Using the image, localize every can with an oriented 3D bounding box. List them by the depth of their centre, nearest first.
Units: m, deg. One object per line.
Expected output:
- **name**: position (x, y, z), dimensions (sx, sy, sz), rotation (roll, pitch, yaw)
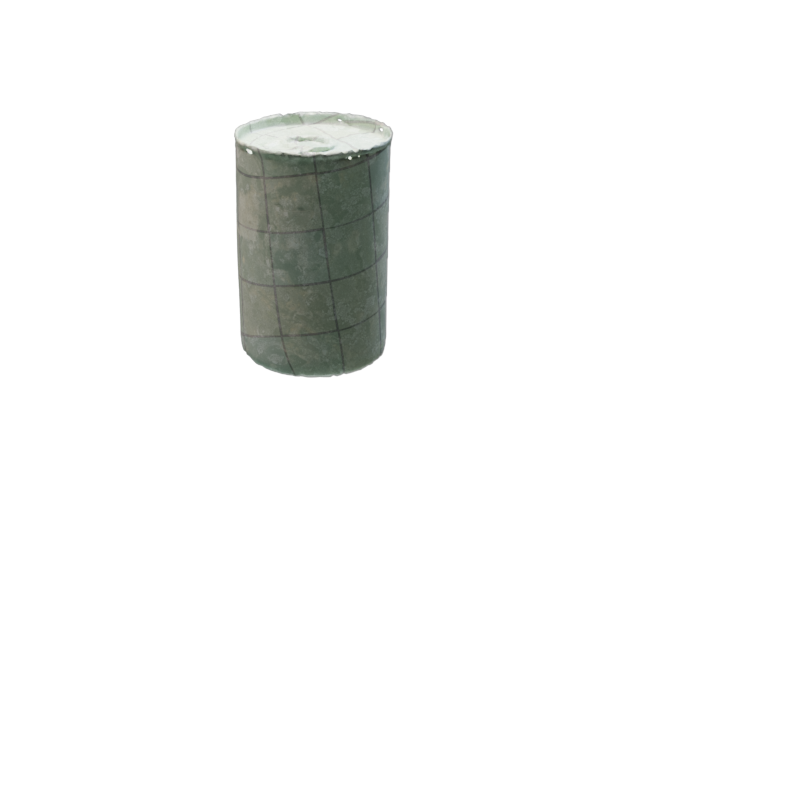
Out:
- **can**: position (-0.038, -0.070, 0.491), dimensions (0.068, 0.097, 0.072), rotation (0, 24, -2)
